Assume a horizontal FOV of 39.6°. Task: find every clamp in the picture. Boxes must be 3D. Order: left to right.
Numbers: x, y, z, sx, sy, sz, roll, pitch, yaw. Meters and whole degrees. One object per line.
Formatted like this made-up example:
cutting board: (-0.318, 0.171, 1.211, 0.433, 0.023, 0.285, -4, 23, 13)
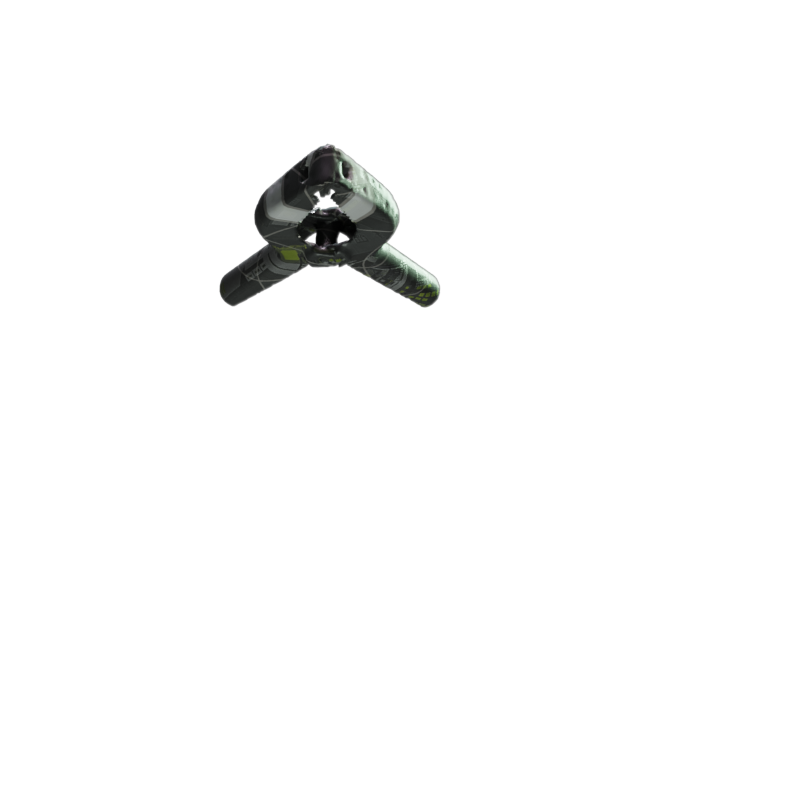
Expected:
clamp: (-0.059, -0.108, 0.759, 0.166, 0.038, 0.198, -2, -19, 6)
